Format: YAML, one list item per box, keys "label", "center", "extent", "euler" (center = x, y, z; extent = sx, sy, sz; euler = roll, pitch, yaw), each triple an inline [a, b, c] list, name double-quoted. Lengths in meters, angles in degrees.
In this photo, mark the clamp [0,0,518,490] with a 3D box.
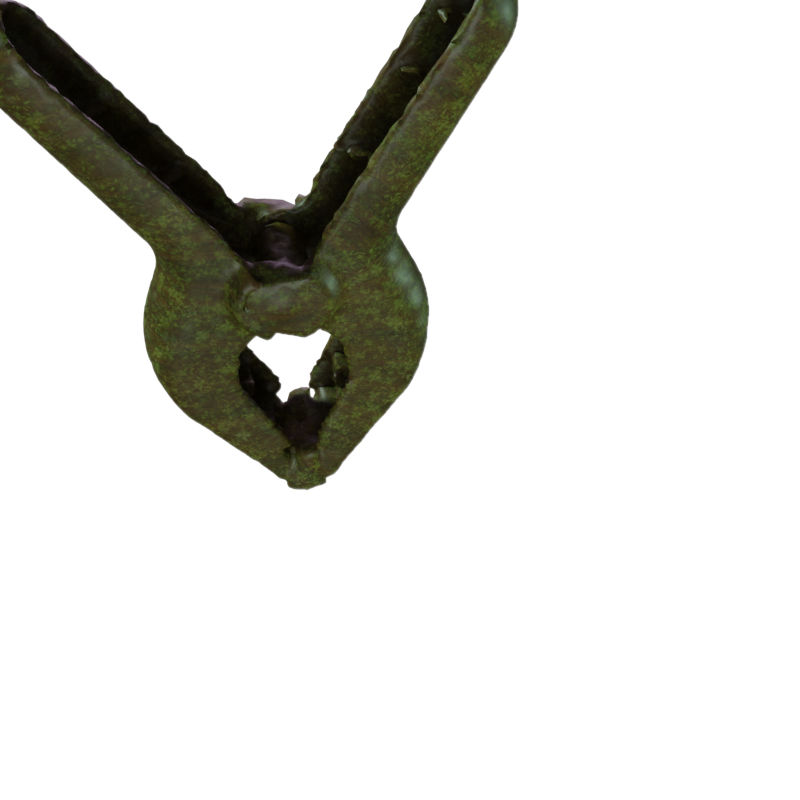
- label: "clamp"
  center: [-0.023, -0.041, 0.291]
  extent: [0.121, 0.042, 0.158]
  euler: [-8, -42, 8]
